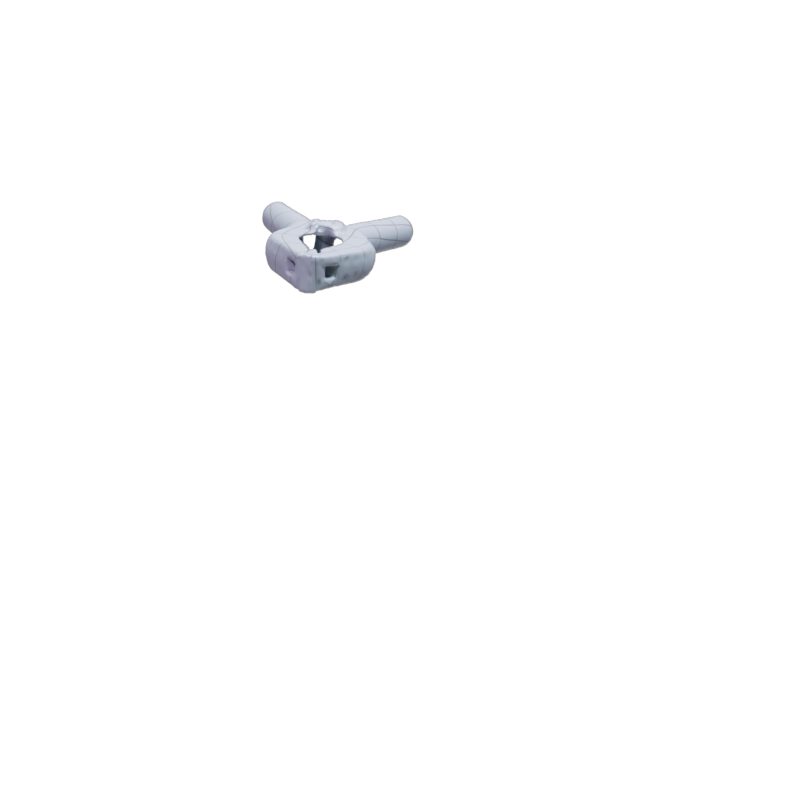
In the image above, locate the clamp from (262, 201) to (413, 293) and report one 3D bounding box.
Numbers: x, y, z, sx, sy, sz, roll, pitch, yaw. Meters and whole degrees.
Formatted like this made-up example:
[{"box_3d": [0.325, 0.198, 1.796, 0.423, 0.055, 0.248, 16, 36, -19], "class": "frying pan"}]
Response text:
[{"box_3d": [-0.065, -0.118, 0.826, 0.123, 0.038, 0.174, 4, 18, 14], "class": "clamp"}]
